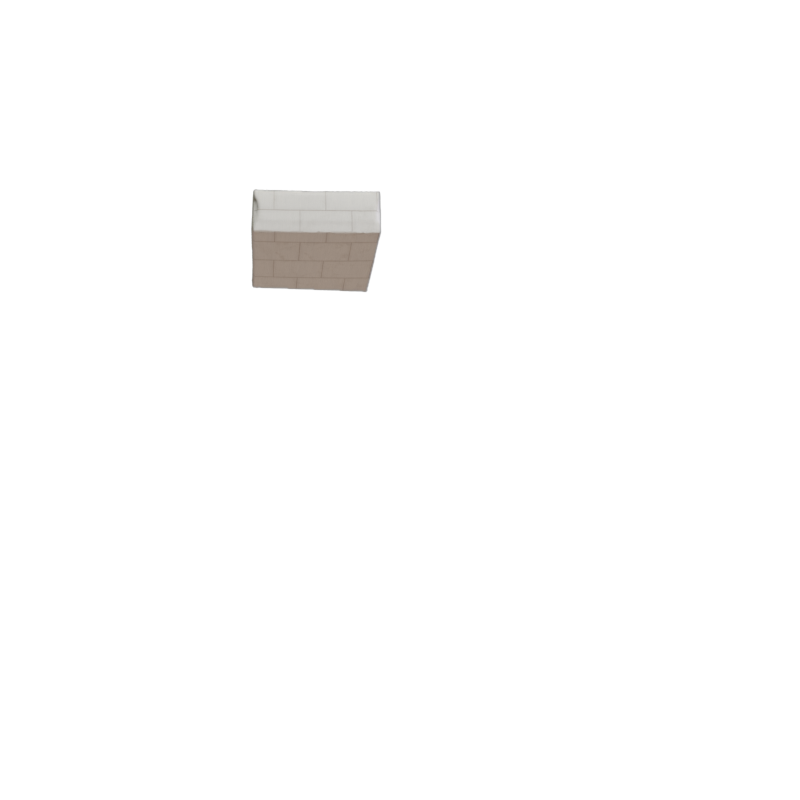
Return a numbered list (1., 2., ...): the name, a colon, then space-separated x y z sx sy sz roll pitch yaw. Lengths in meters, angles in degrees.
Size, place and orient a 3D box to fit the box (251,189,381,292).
1. box: -0.052 -0.094 0.662 0.073 0.032 0.085 1 -18 -5
